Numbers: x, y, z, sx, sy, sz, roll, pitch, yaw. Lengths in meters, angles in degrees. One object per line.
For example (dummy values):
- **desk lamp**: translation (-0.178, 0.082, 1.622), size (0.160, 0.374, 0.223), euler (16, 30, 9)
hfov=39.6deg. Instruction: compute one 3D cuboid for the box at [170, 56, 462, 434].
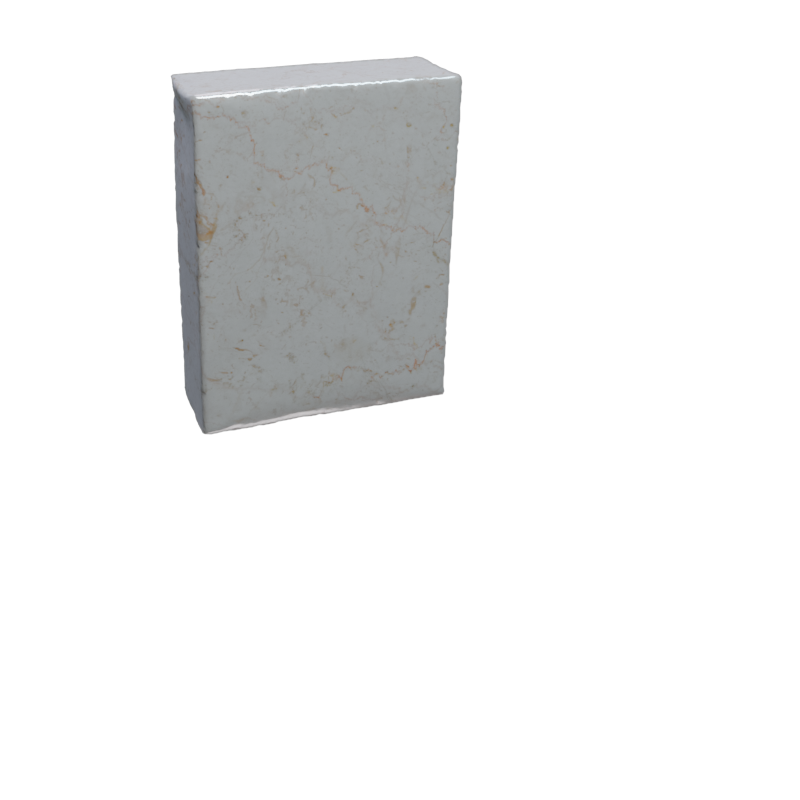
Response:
- **box**: translation (-0.054, -0.098, 0.687), size (0.161, 0.203, 0.077), euler (-8, 24, -19)
